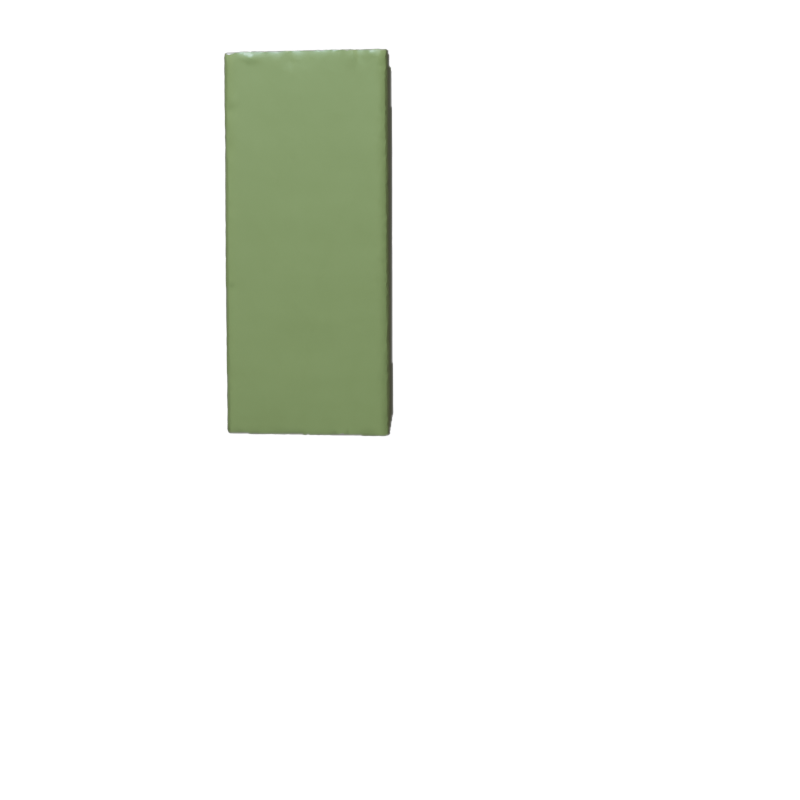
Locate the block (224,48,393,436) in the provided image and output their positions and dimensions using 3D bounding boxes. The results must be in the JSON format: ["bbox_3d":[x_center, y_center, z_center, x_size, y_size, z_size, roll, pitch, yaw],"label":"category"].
[{"bbox_3d":[-0.050,-0.091,0.635,0.091,0.206,0.090,0,2,3],"label":"block"}]
